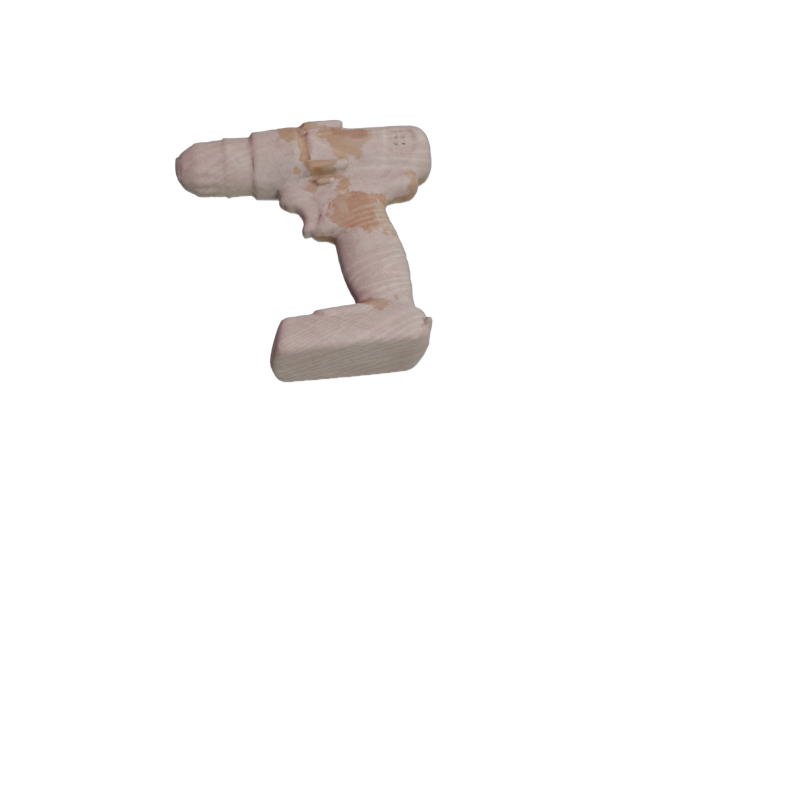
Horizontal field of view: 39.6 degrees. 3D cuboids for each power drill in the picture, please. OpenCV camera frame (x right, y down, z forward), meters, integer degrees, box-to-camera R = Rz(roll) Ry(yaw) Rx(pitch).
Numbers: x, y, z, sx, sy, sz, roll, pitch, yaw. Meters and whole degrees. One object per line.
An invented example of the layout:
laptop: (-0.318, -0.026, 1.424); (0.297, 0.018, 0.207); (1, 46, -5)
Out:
power drill: (-0.060, -0.109, 0.764); (0.184, 0.200, 0.054); (-6, -28, -4)
